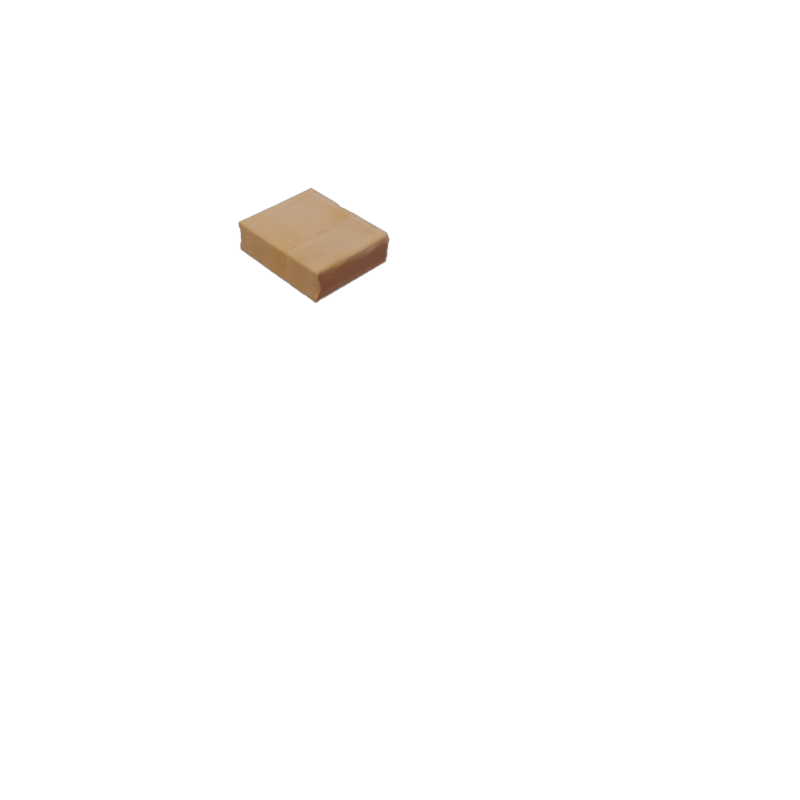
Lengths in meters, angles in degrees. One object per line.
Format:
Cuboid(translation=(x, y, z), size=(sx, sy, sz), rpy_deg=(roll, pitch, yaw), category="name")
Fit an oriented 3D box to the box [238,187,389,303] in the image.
Cuboid(translation=(-0.064, -0.118, 0.824), size=(0.073, 0.028, 0.095), rpy_deg=(-31, 49, -32), category="box")
